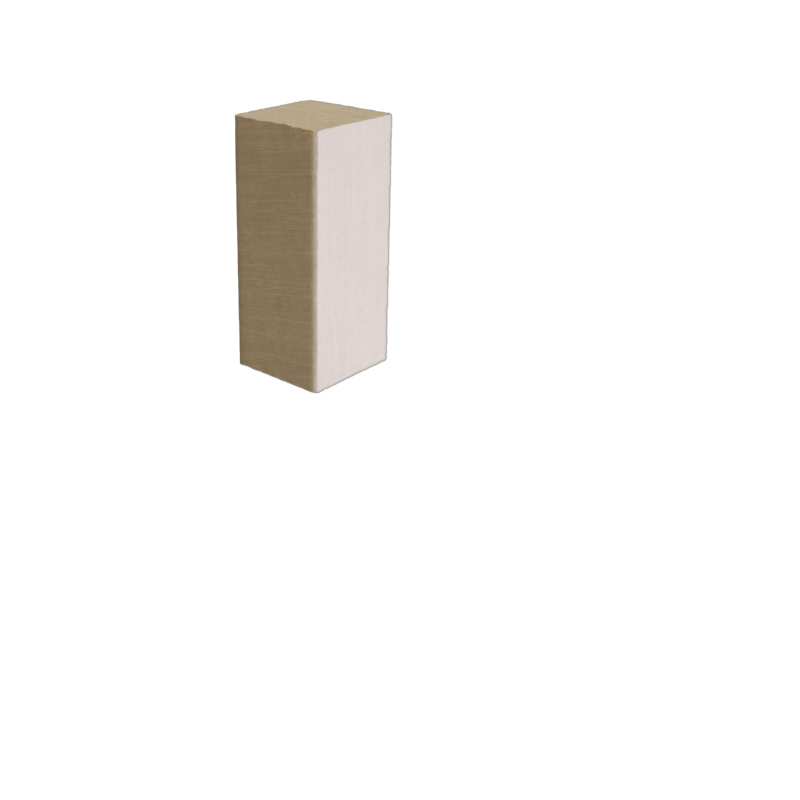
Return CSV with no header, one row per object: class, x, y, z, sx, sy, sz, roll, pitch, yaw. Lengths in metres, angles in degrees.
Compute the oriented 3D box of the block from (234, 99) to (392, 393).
block,-0.069,-0.126,0.879,0.095,0.197,0.090,17,25,36
